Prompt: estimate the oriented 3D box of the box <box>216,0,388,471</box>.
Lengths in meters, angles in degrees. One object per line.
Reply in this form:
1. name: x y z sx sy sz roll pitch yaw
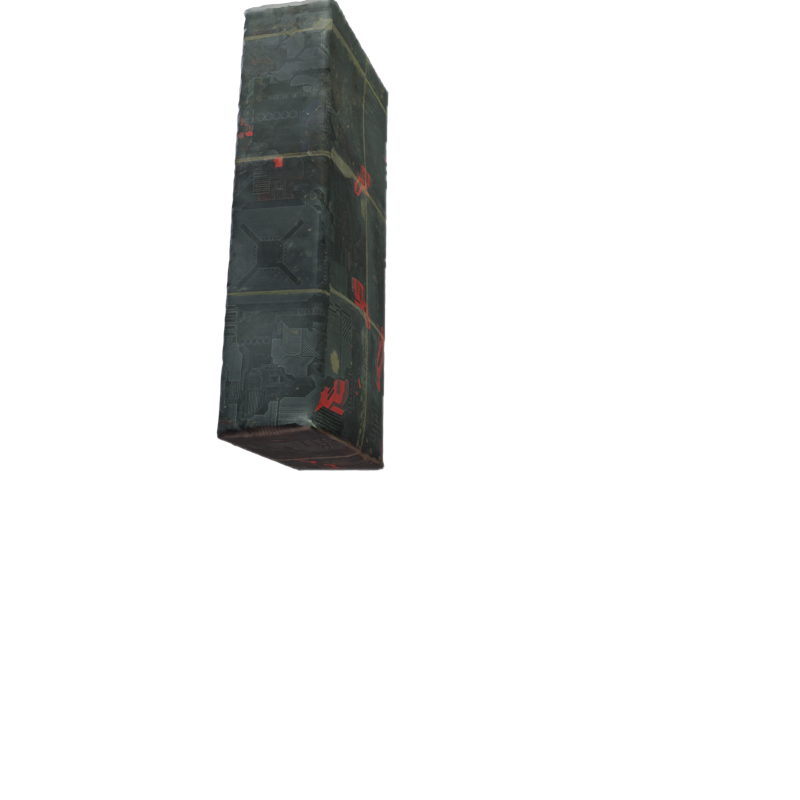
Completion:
1. box: -0.036 -0.065 0.458 0.049 0.184 0.088 -6 -19 14
